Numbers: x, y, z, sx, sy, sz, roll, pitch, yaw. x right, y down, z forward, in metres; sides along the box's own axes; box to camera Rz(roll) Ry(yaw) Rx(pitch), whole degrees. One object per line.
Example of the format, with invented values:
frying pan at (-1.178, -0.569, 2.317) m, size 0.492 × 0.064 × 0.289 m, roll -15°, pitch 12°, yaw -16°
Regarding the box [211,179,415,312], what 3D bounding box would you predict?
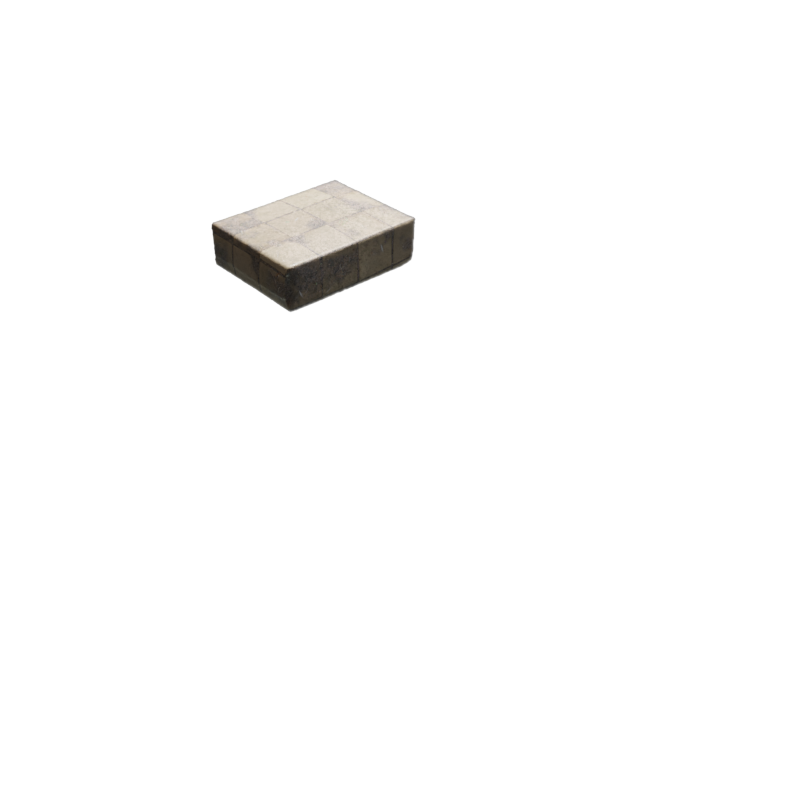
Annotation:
box at (-0.060, -0.110, 0.768) m, size 0.112 × 0.037 × 0.096 m, roll -24°, pitch 39°, yaw -33°
